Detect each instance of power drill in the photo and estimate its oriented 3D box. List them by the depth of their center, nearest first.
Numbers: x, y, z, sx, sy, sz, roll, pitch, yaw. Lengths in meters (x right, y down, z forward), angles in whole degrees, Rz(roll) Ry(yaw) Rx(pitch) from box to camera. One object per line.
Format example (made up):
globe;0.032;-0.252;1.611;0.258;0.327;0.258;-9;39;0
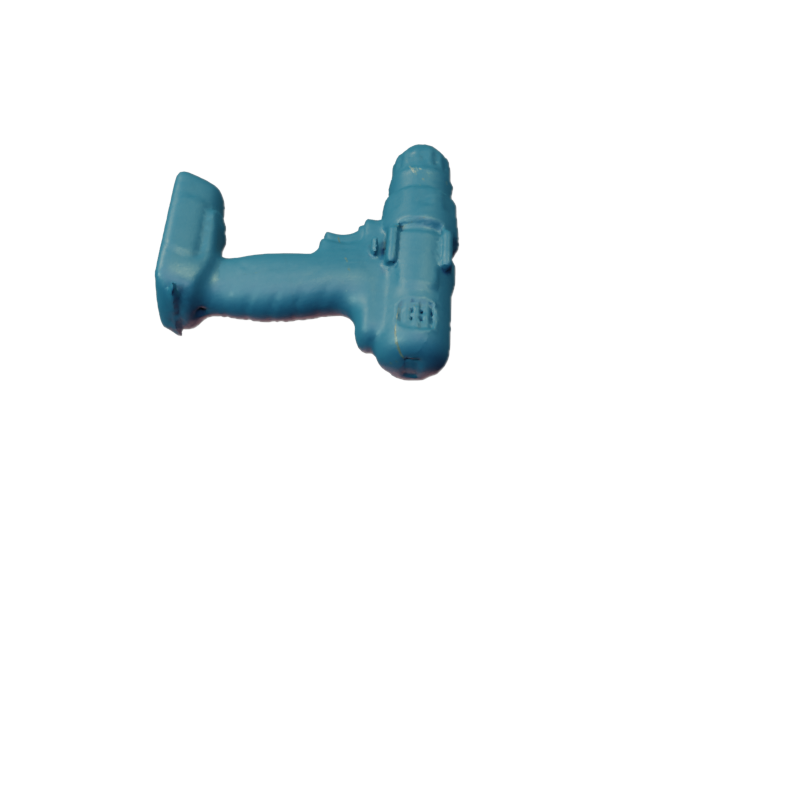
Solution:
power drill;-0.056;-0.102;0.716;0.188;0.197;0.053;3;-40;2
